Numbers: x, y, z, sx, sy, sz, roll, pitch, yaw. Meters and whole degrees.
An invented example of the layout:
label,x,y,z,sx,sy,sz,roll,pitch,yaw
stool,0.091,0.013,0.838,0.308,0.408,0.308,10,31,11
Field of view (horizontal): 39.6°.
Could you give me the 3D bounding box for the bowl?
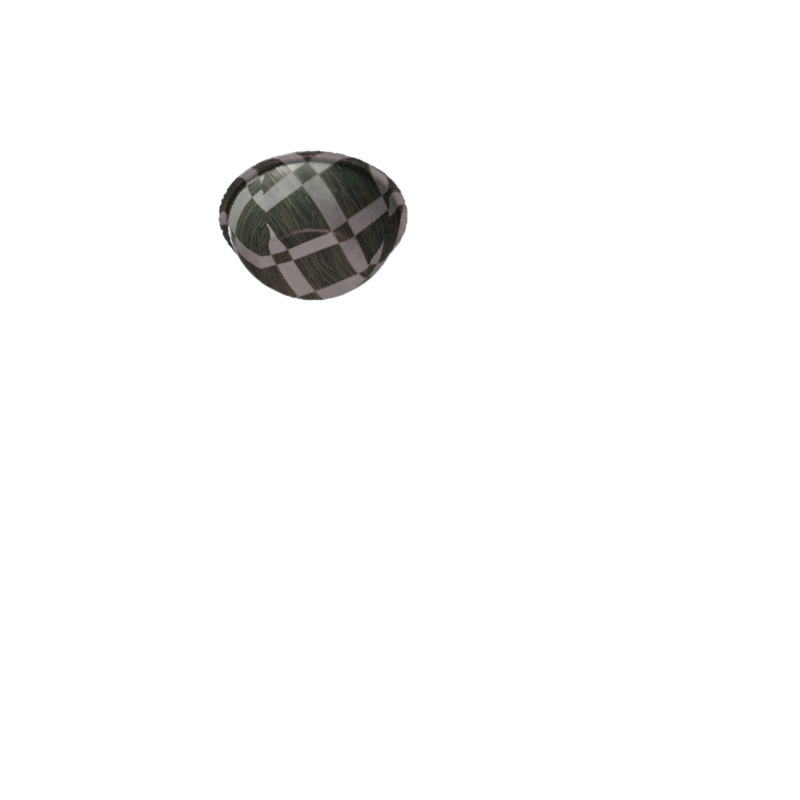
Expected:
label,x,y,z,sx,sy,sz,roll,pitch,yaw
bowl,-0.073,-0.133,0.930,0.162,0.059,0.151,1,-37,-2
